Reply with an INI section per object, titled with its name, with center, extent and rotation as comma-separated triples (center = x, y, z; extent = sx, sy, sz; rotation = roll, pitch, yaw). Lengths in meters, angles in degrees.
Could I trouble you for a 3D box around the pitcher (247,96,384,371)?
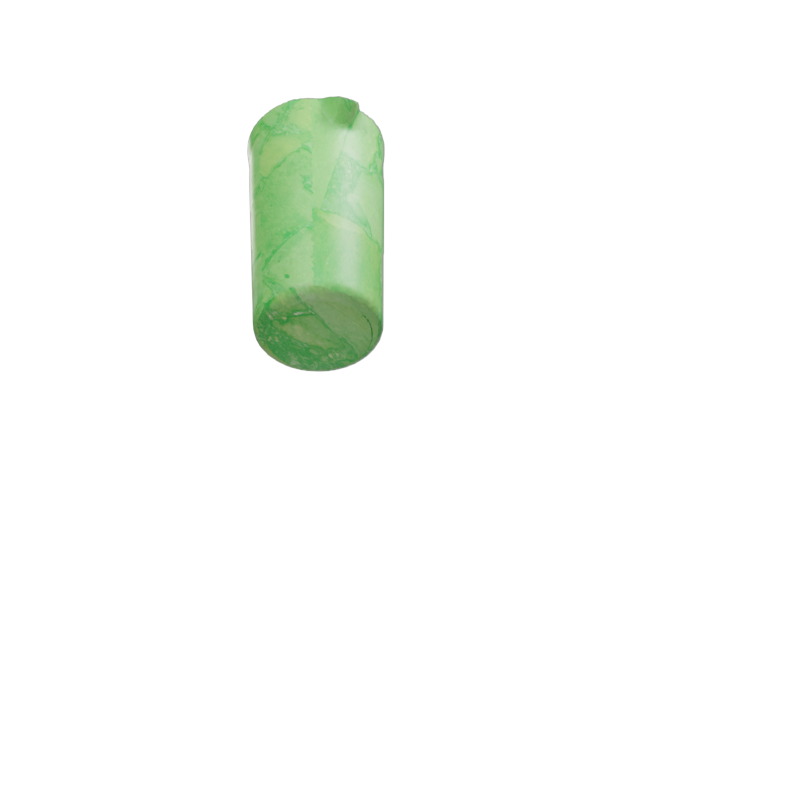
[pitcher]
center = -0.078, -0.142, 0.998
extent = 0.146, 0.261, 0.137
rotation = -16, -43, 14
